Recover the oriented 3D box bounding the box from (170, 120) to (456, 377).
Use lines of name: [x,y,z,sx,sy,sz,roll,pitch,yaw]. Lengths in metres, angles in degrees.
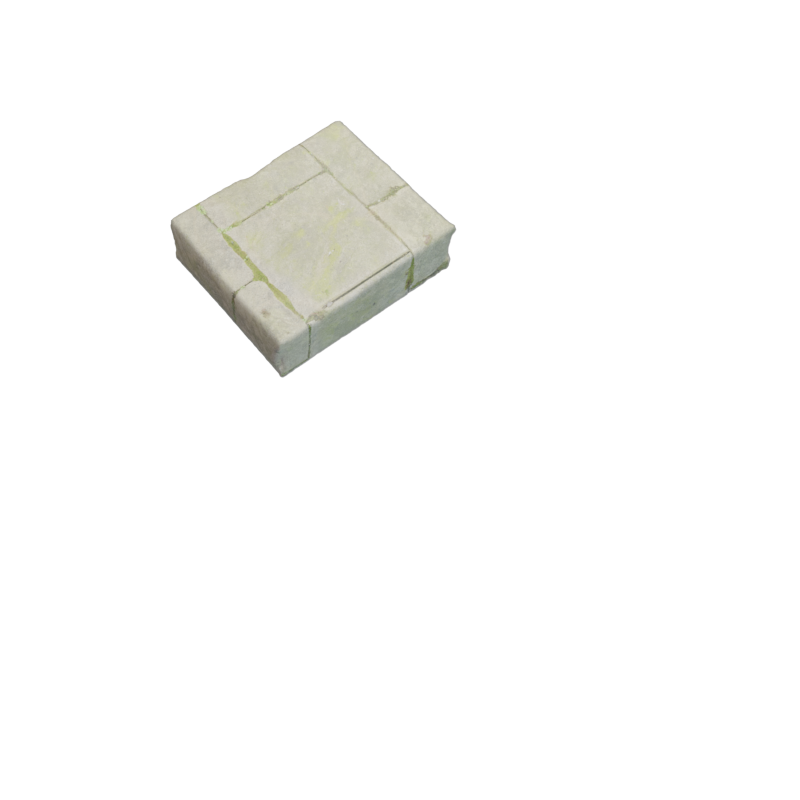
box: [-0.035,-0.063,0.442,0.090,0.078,0.028,-34,-26,-21]
